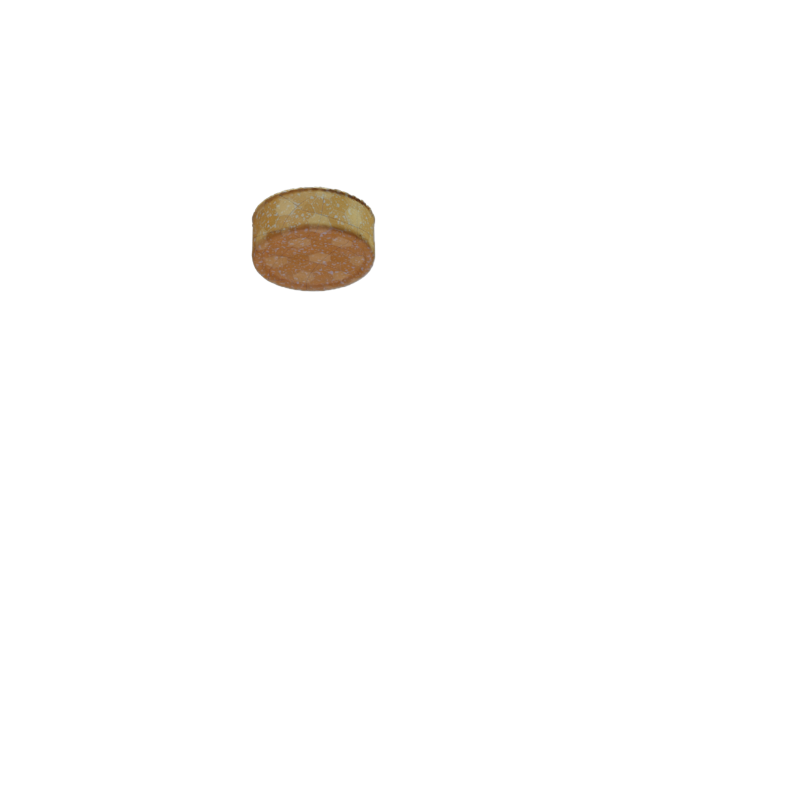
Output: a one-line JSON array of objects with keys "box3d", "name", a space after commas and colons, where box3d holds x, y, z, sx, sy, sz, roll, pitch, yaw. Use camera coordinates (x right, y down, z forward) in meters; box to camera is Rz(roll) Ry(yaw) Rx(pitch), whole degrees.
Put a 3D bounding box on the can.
[{"box3d": [-0.060, -0.109, 0.762, 0.086, 0.036, 0.081, 1, -27, -2], "name": "can"}]
